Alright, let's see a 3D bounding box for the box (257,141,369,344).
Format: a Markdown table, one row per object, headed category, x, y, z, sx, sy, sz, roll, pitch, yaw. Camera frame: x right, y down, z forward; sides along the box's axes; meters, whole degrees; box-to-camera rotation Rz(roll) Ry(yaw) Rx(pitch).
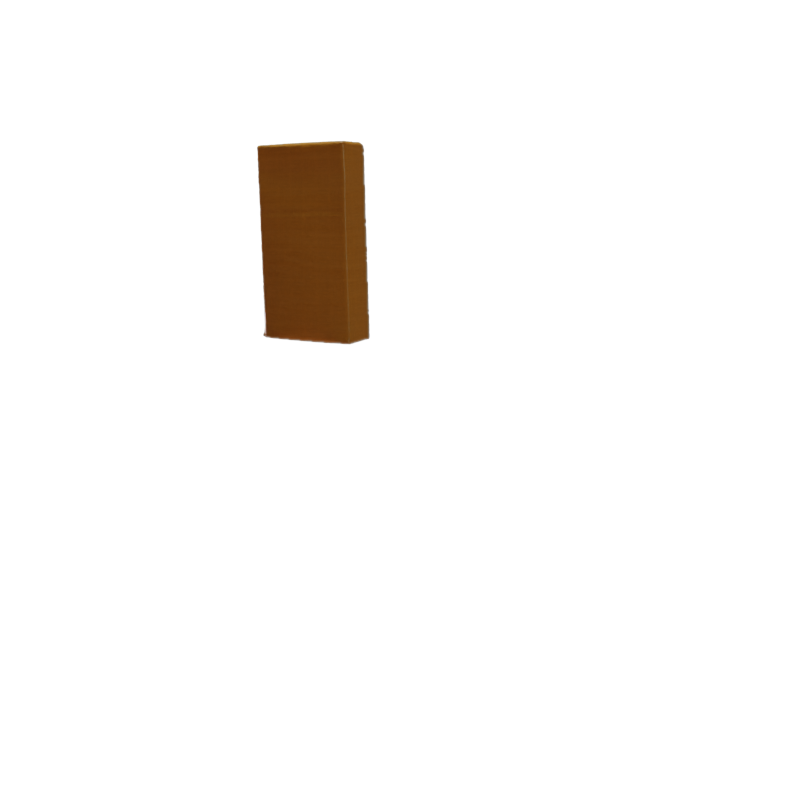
| category | x | y | z | sx | sy | sz | roll | pitch | yaw |
| --- | --- | --- | --- | --- | --- | --- | --- | --- | --- |
| box | -0.077 | -0.141 | 0.991 | 0.097 | 0.175 | 0.046 | 2 | 3 | 30 |
